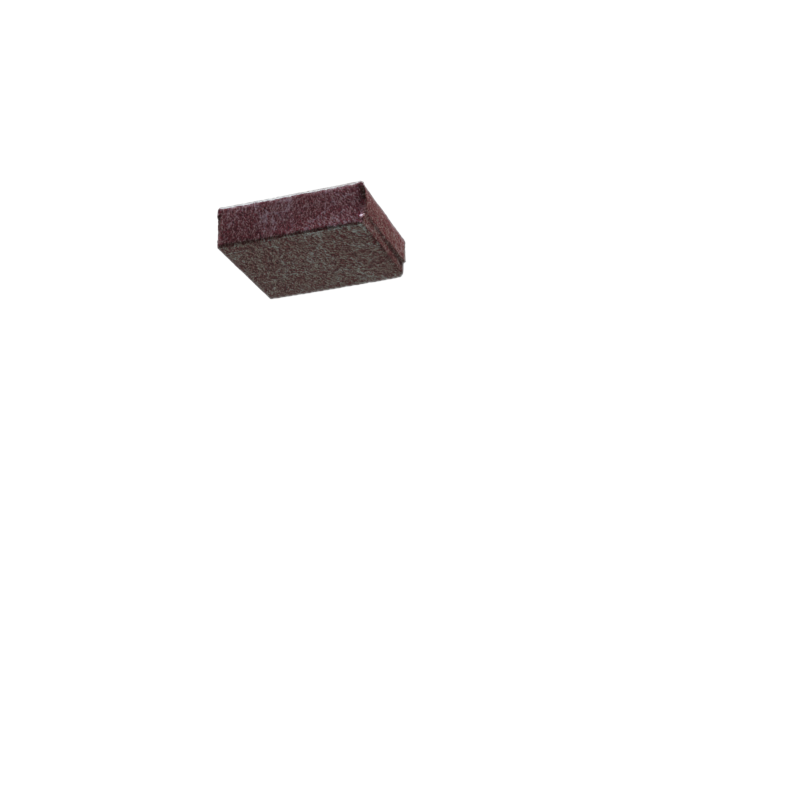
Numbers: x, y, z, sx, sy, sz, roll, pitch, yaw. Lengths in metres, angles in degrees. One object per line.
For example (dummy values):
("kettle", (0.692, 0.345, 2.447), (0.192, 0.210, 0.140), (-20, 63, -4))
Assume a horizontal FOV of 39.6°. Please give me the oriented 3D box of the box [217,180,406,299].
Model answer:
("box", (-0.050, -0.091, 0.635), (0.091, 0.032, 0.068), (-8, -23, 19))
